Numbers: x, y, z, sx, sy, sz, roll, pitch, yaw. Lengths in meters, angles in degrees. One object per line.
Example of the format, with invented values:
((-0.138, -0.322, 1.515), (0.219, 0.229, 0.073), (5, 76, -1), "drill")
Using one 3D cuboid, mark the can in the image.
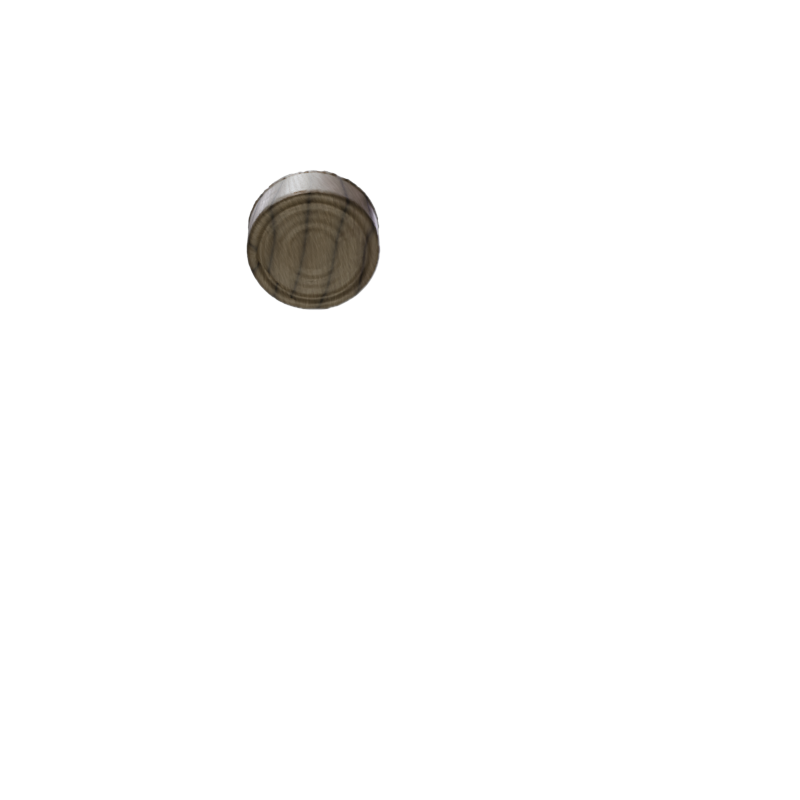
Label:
((-0.056, -0.101, 0.709), (0.086, 0.081, 0.036), (1, 29, -1), "can")
